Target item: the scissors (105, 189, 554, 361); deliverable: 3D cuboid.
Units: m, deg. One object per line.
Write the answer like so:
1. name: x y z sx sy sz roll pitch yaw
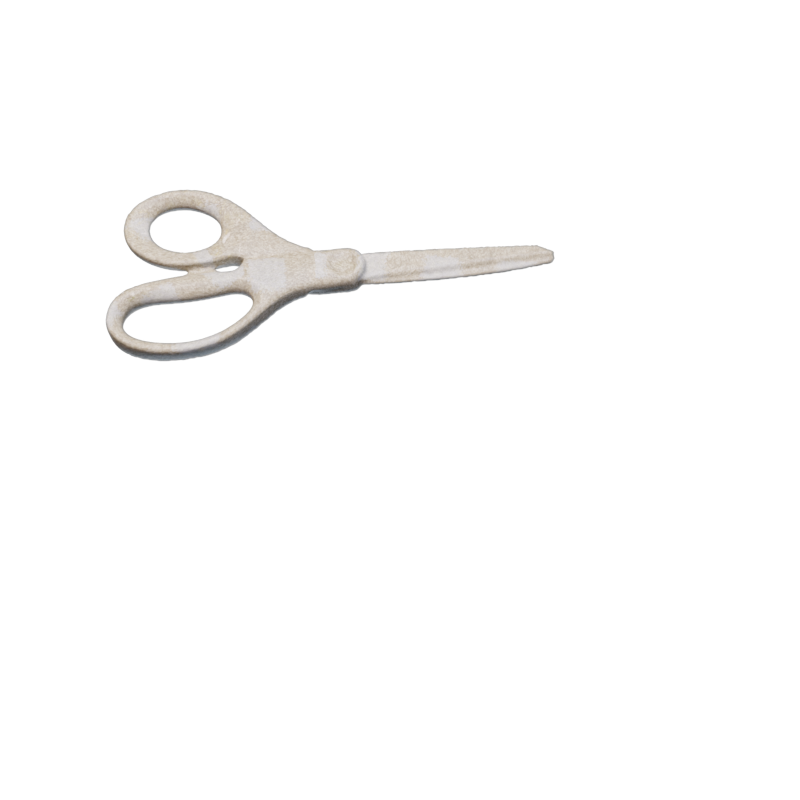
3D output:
1. scissors: -0.040 -0.073 0.513 0.200 0.103 0.015 -18 -31 -11
